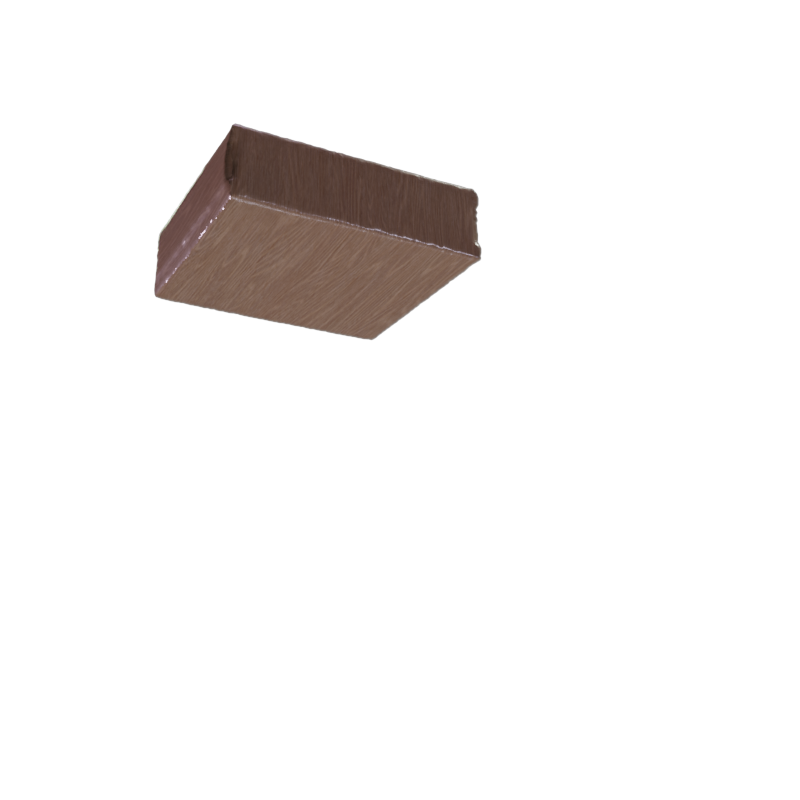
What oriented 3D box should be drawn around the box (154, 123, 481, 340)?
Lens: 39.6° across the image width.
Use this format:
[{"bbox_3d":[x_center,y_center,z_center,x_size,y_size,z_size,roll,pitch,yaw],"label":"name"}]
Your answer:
[{"bbox_3d":[-0.029,-0.053,0.373,0.086,0.032,0.072,11,-26,-24],"label":"box"}]
